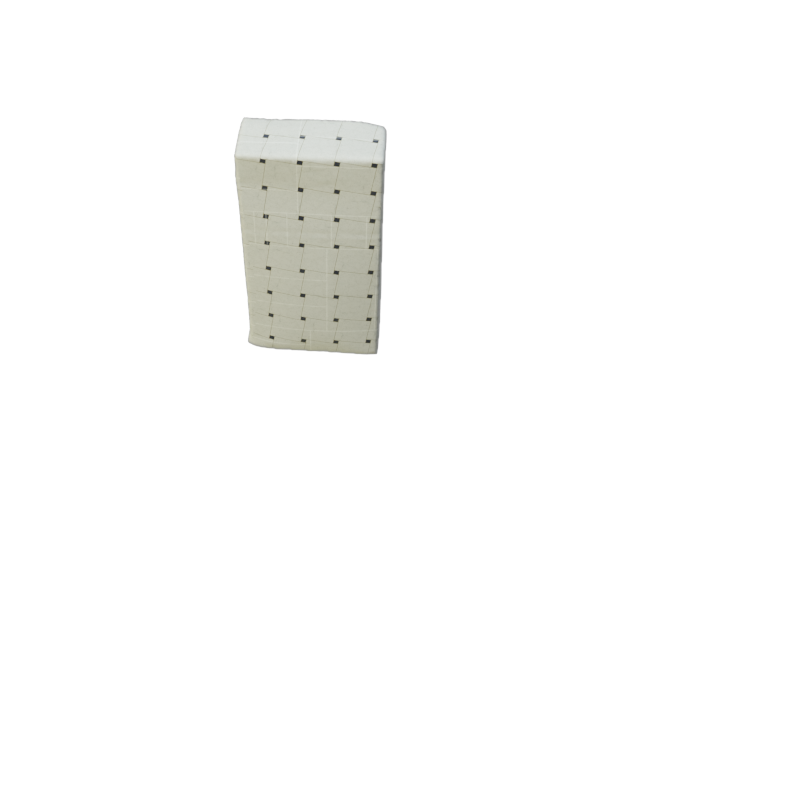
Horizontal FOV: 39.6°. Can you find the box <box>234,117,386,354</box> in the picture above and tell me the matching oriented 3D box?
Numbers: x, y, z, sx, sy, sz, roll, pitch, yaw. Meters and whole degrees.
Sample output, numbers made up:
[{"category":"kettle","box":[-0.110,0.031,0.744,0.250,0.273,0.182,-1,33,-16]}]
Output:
[{"category":"box","box":[-0.057,-0.105,0.734,0.094,0.164,0.051,5,45,1]}]
